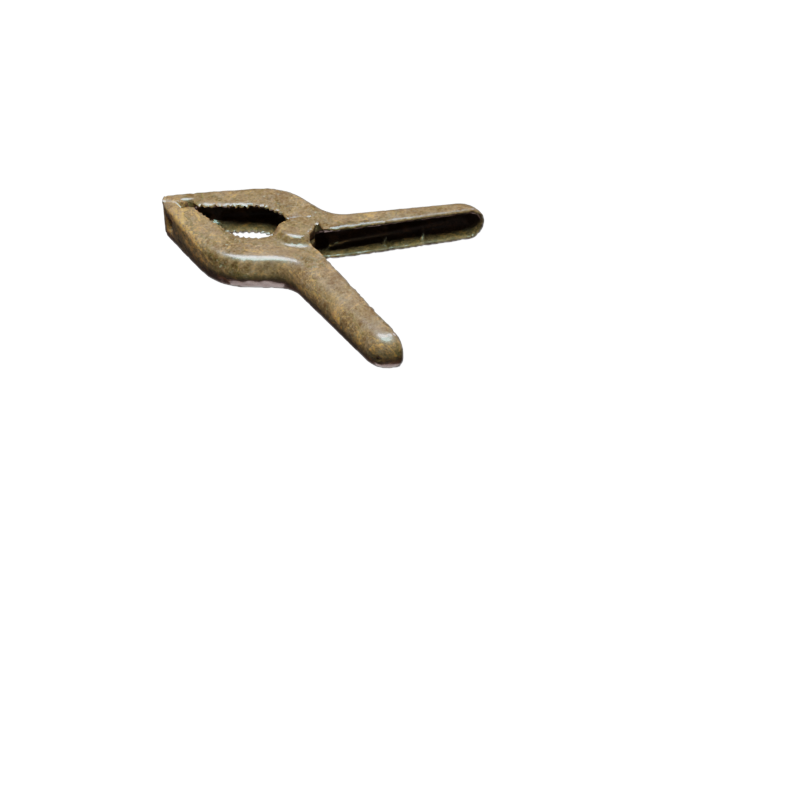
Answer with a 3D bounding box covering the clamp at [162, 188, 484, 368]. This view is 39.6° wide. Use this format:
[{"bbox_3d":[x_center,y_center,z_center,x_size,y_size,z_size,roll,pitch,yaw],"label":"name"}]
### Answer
[{"bbox_3d":[-0.057,-0.104,0.728,0.220,0.034,0.168,20,43,23],"label":"clamp"}]
